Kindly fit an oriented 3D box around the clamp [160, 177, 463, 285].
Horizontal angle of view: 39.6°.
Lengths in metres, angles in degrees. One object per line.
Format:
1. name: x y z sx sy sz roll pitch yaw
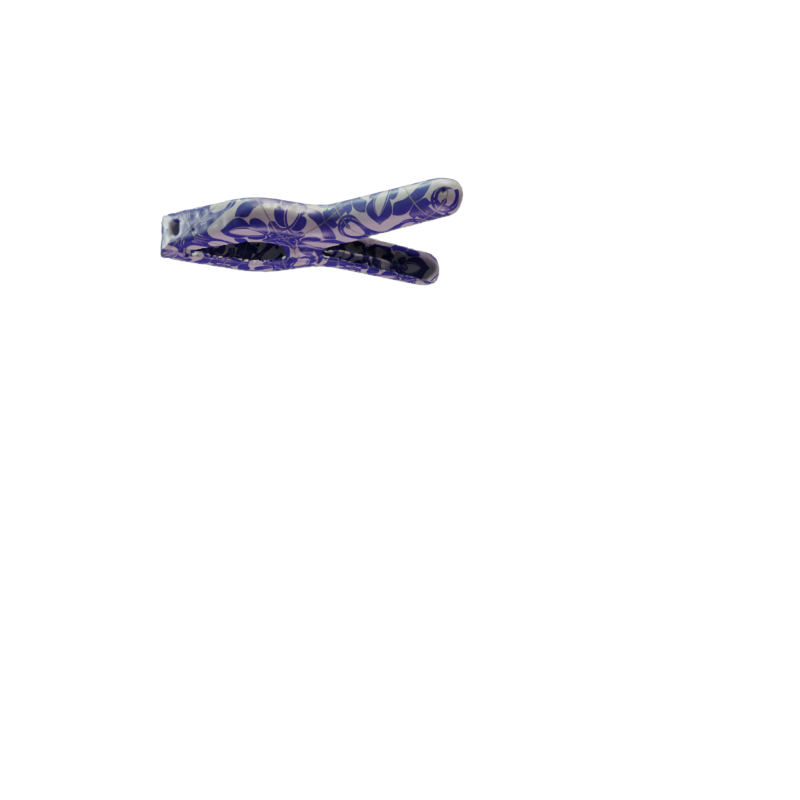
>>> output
1. clamp: -0.061 -0.112 0.784 0.211 0.038 0.157 -1 -14 5
